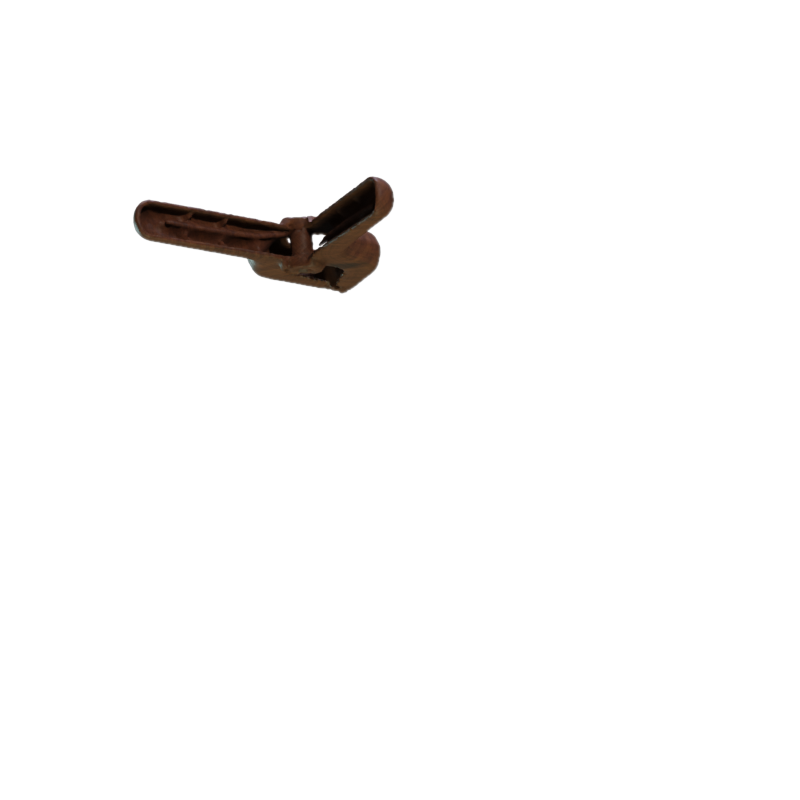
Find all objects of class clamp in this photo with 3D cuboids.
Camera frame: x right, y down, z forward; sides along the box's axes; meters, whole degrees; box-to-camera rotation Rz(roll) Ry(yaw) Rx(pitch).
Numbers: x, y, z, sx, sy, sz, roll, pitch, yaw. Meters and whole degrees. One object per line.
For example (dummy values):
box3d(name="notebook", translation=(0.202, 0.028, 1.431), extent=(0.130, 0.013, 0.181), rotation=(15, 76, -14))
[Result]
box3d(name="clamp", translation=(-0.059, -0.107, 0.750), extent=(0.168, 0.037, 0.200), rotation=(-3, -7, 20))
